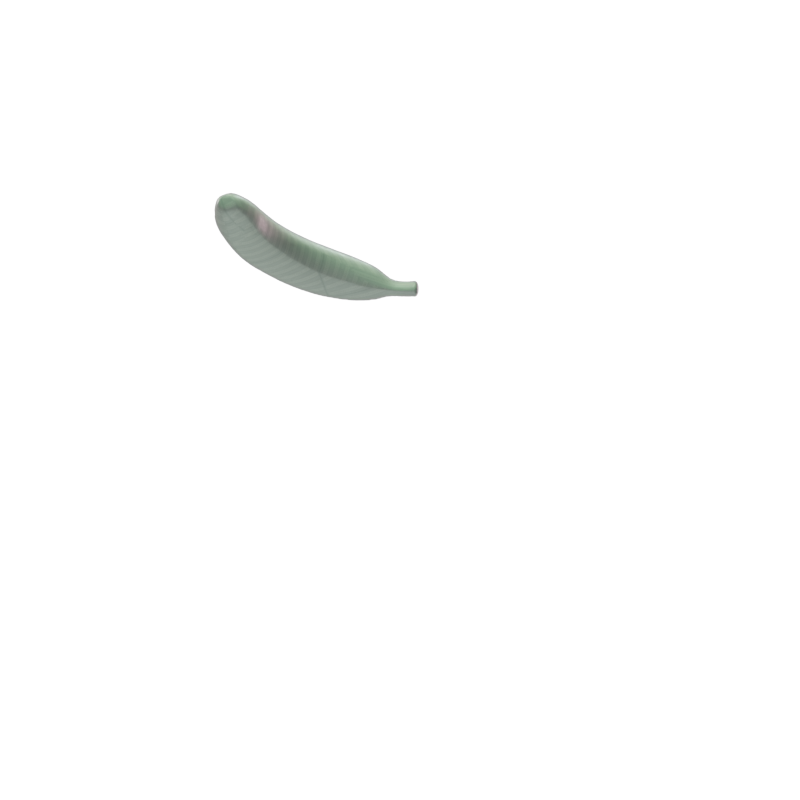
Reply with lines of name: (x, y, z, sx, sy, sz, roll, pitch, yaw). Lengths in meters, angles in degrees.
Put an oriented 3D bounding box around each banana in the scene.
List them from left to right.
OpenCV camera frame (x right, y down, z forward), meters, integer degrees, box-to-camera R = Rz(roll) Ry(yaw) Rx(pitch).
banana: (-0.075, -0.112, 0.835, 0.186, 0.039, 0.070, 18, -28, -41)
